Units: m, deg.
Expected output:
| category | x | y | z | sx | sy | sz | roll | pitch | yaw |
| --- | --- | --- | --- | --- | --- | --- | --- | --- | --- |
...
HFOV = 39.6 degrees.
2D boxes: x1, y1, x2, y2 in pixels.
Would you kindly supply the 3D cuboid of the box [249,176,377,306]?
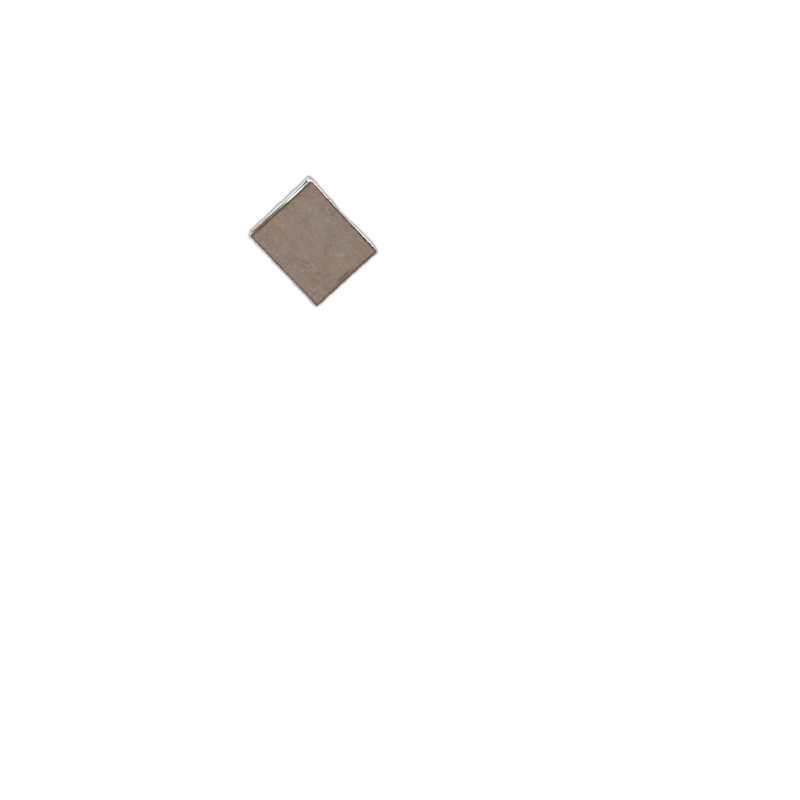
| category | x | y | z | sx | sy | sz | roll | pitch | yaw |
| --- | --- | --- | --- | --- | --- | --- | --- | --- | --- |
| box | -0.076 | -0.139 | 0.973 | 0.073 | 0.088 | 0.031 | -43 | 7 | 6 |
